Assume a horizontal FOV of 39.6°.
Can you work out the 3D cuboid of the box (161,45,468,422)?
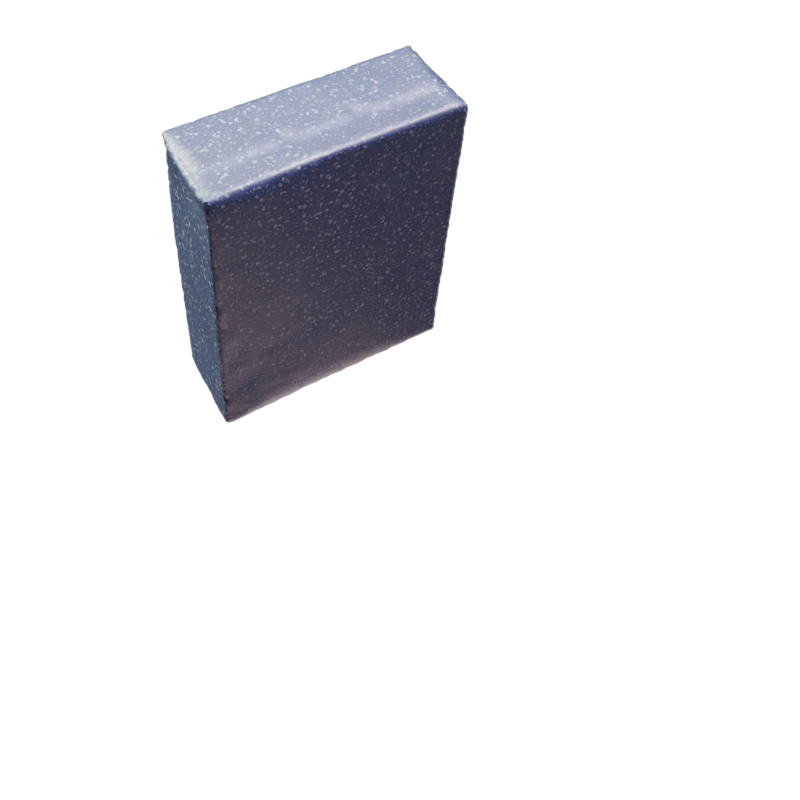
[{"bbox_3d":[-0.054,-0.098,0.689,0.163,0.077,0.200,-24,-31,-20],"label":"box"}]
